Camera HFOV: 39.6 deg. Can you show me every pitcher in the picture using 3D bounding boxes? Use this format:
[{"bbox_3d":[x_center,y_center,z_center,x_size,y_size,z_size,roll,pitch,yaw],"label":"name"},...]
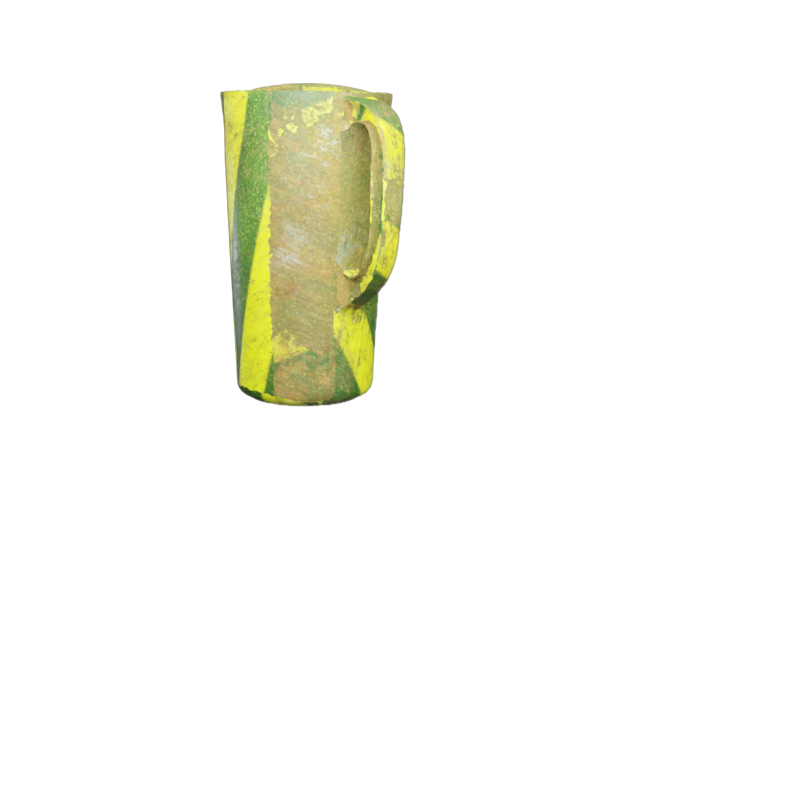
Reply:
[{"bbox_3d":[-0.067,-0.122,0.856,0.146,0.239,0.151,1,8,4],"label":"pitcher"}]
